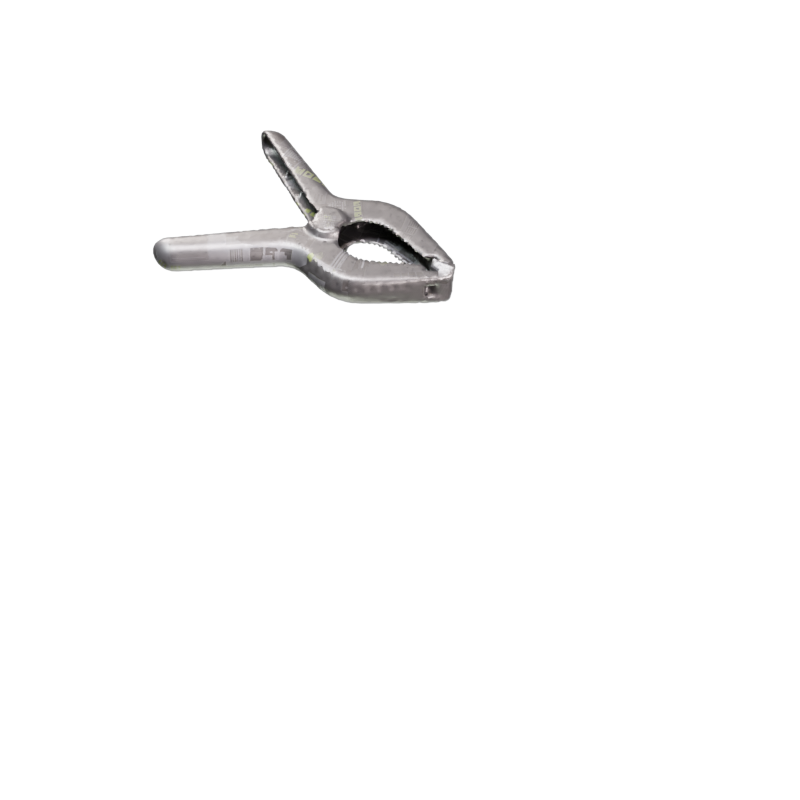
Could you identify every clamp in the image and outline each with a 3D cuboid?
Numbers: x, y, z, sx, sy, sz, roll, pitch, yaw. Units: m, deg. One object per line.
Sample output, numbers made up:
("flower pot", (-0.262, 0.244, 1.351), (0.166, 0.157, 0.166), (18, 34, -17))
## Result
("clamp", (-0.063, -0.116, 0.811), (0.221, 0.034, 0.168), (27, 54, 22))
